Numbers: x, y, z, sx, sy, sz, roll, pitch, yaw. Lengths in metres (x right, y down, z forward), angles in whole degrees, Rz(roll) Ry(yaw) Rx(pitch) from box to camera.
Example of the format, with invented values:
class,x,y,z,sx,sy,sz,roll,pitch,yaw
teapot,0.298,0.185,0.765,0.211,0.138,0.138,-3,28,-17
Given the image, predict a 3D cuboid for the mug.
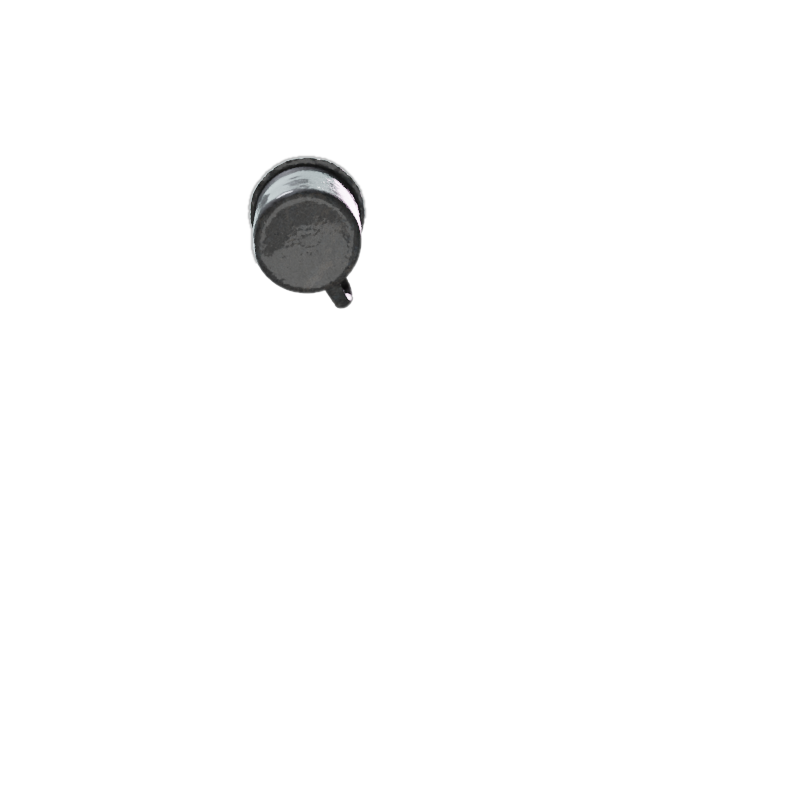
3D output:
class,x,y,z,sx,sy,sz,roll,pitch,yaw
mug,-0.067,-0.122,0.855,0.093,0.112,0.085,-22,20,7
